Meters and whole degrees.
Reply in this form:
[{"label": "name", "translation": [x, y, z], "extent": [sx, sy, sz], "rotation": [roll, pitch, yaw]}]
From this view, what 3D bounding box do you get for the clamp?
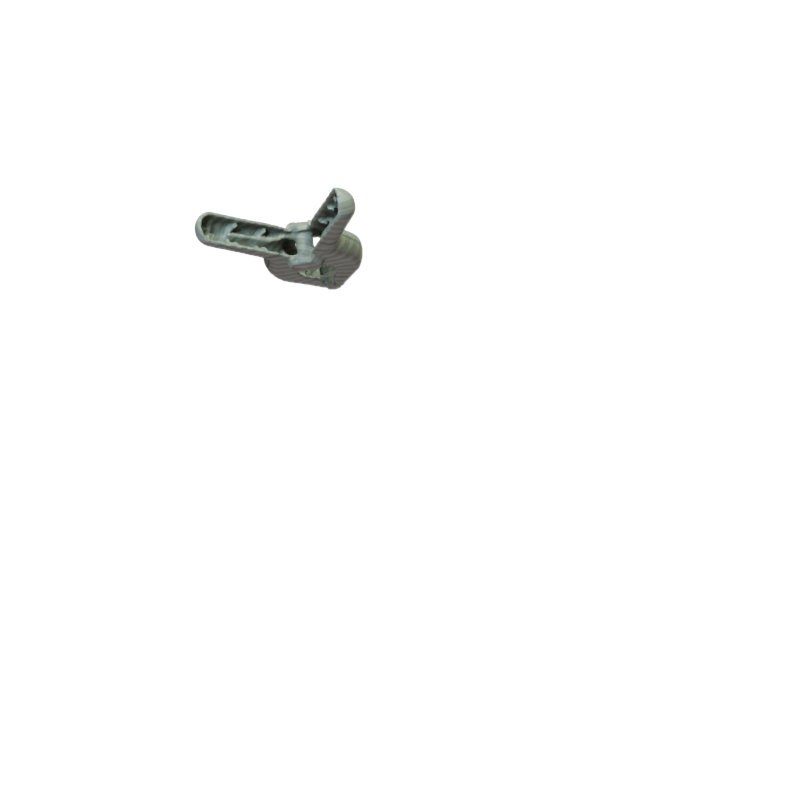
[{"label": "clamp", "translation": [-0.067, -0.123, 0.859], "extent": [0.123, 0.040, 0.163], "rotation": [-4, -8, 24]}]
